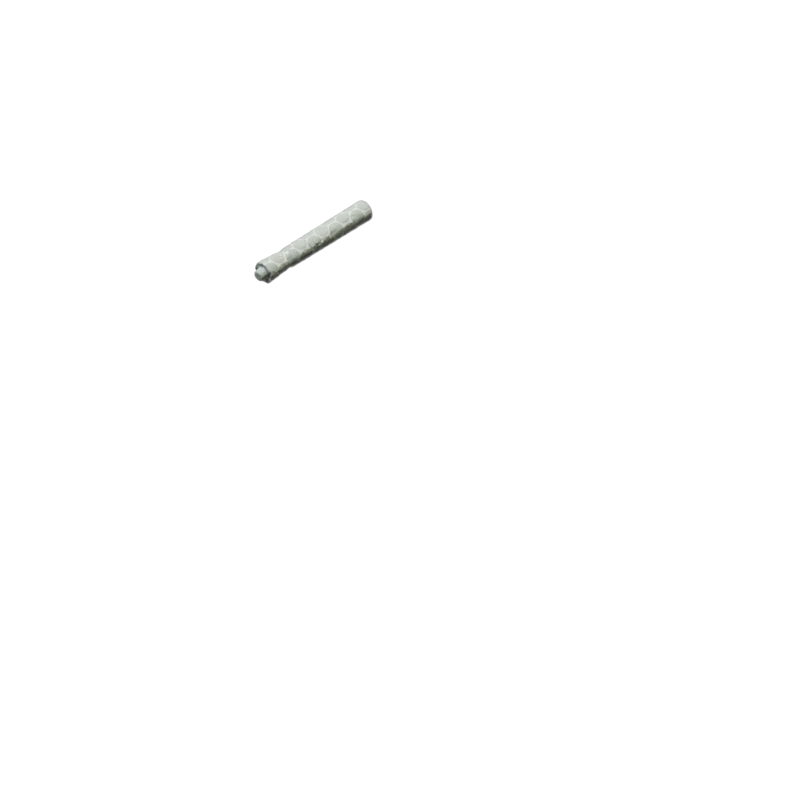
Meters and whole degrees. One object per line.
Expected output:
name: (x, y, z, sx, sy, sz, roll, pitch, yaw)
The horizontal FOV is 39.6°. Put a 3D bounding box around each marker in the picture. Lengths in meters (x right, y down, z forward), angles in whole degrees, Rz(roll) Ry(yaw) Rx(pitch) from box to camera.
marker: (-0.070, -0.127, 0.892, 0.122, 0.019, 0.021, -37, 26, -33)
